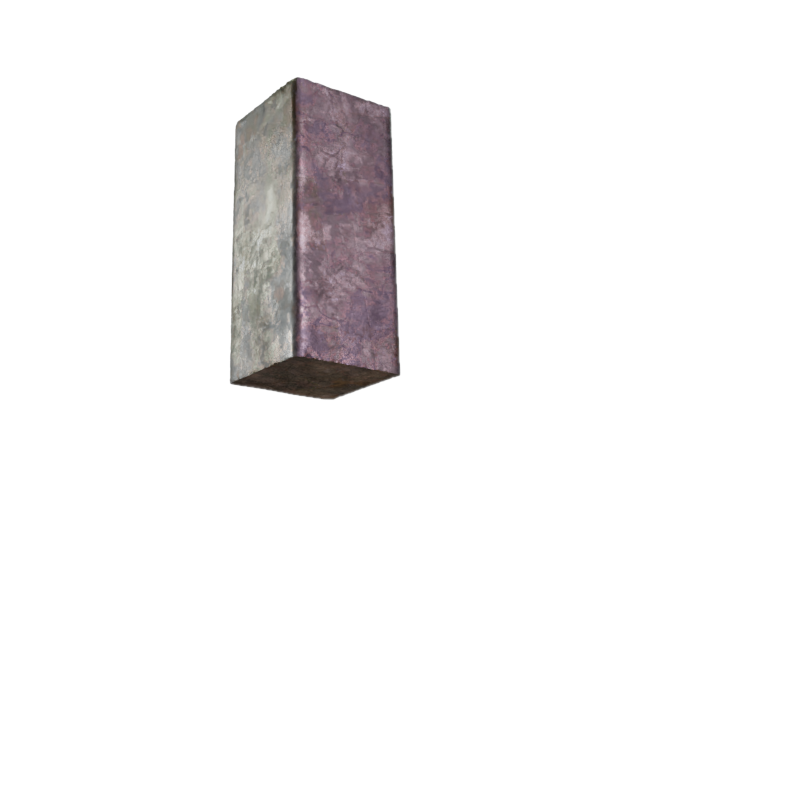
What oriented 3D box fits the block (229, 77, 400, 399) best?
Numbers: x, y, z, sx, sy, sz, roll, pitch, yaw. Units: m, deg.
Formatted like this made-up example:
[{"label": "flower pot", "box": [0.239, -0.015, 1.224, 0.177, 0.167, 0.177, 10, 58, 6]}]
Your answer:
[{"label": "block", "box": [-0.064, -0.115, 0.806, 0.086, 0.216, 0.091, 13, -24, -34]}]
